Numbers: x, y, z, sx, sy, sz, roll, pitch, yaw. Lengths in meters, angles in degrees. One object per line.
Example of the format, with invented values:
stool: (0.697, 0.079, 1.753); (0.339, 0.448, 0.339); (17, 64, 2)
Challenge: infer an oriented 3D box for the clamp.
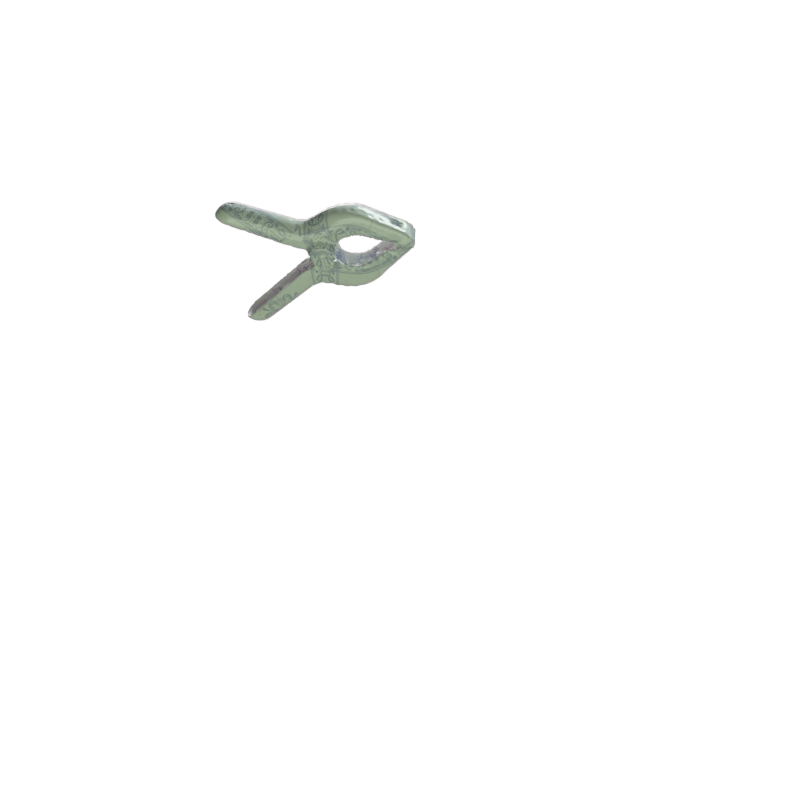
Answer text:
clamp: (-0.076, -0.138, 0.968); (0.172, 0.111, 0.042); (-17, 37, 13)
